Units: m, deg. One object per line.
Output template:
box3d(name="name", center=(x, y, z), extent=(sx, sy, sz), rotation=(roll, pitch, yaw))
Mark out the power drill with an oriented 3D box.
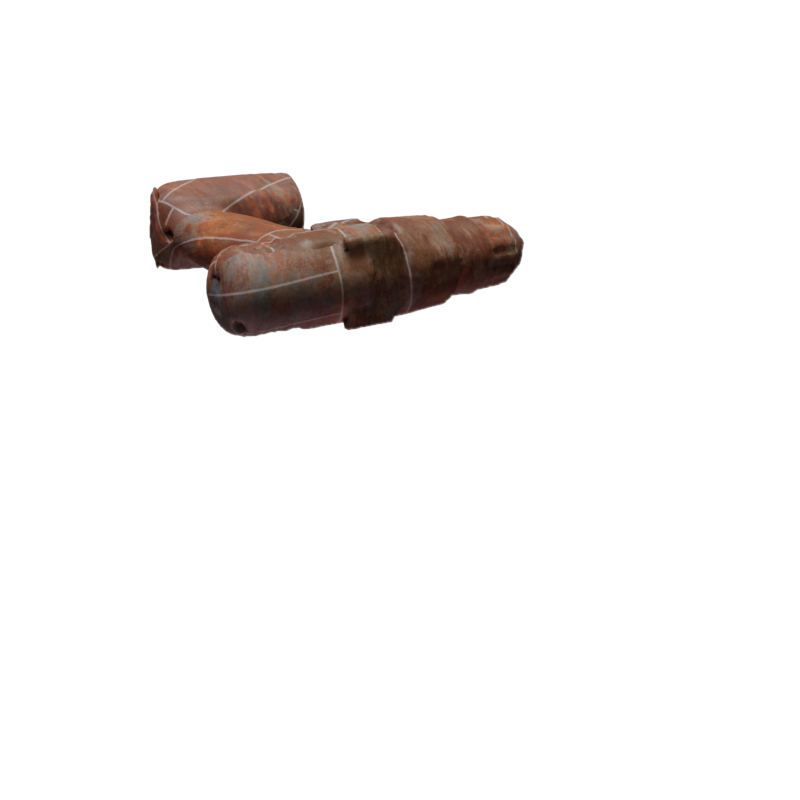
box3d(name="power drill", center=(-0.050, -0.091, 0.637), extent=(0.180, 0.055, 0.199), rotation=(-11, 21, -30))
